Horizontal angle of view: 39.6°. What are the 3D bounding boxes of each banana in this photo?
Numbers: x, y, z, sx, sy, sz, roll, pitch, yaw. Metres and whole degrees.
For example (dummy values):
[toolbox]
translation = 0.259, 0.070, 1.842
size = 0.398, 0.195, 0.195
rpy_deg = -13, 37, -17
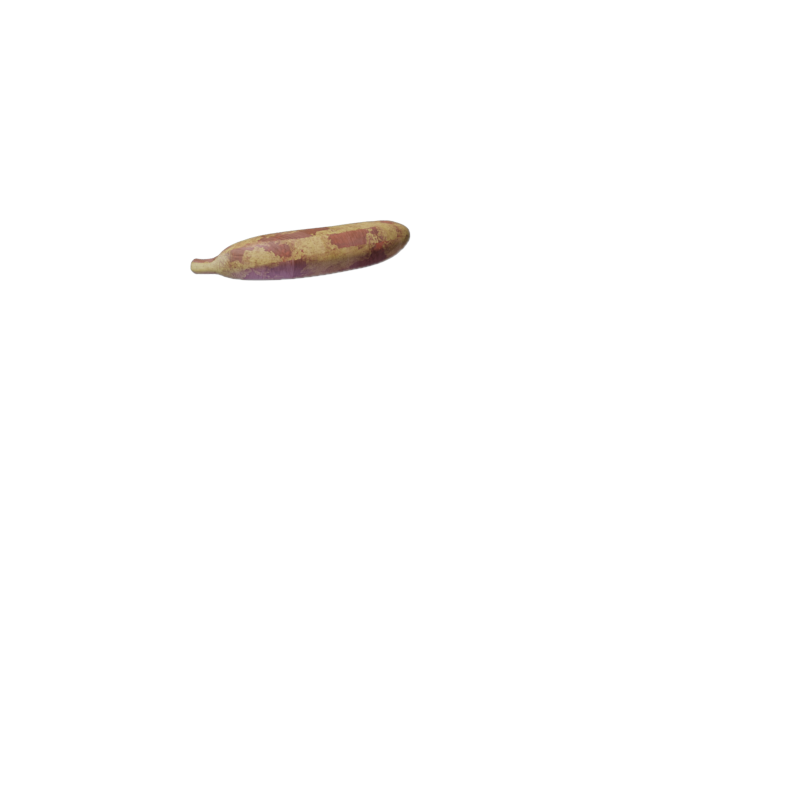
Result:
[banana]
translation = -0.065, -0.122, 0.886
size = 0.193, 0.035, 0.074
rpy_deg = -11, 22, -27
